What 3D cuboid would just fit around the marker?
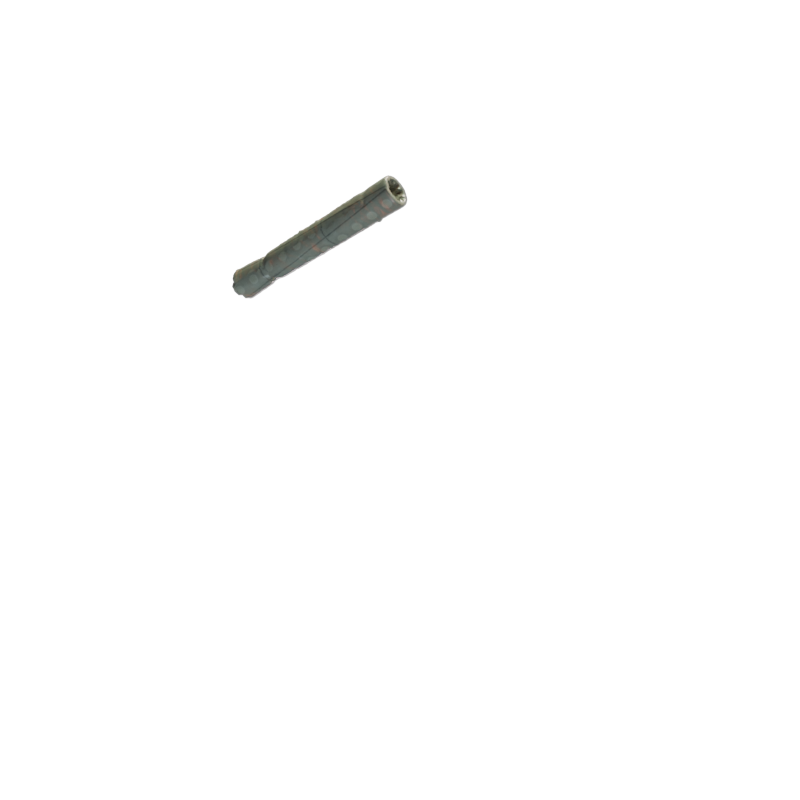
[{"bbox_3d":[-0.048,-0.088,0.619,0.121,0.020,0.019,-27,-11,31],"label":"marker"}]
